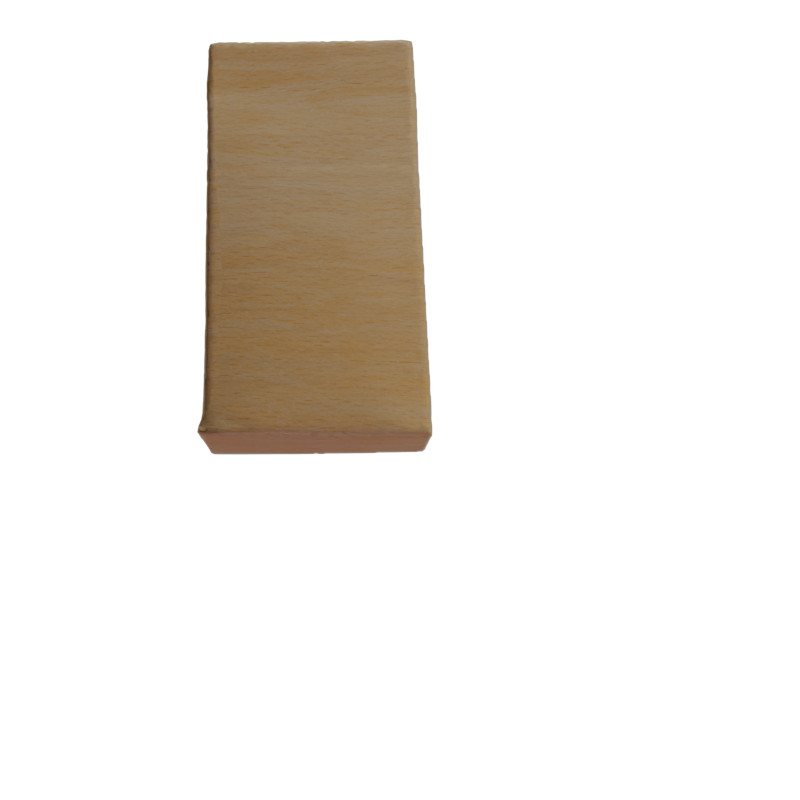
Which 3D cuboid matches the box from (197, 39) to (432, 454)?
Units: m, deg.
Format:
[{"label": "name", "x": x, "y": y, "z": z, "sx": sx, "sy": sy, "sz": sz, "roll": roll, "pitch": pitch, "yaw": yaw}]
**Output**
[{"label": "box", "x": -0.037, "y": -0.068, "z": 0.477, "sx": 0.093, "sy": 0.185, "sz": 0.046, "roll": -1, "pitch": -21, "yaw": -1}]
